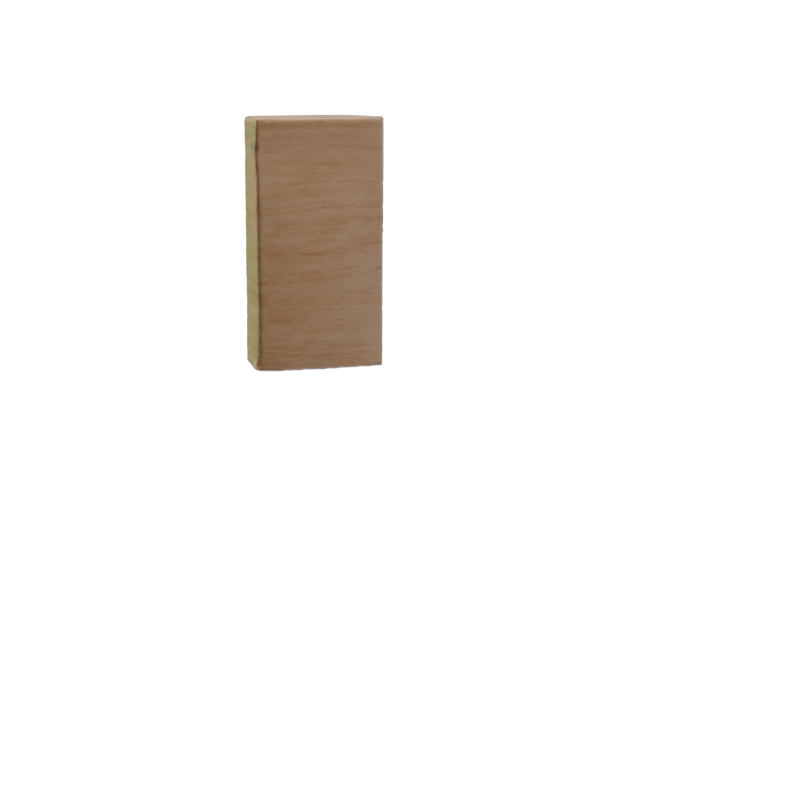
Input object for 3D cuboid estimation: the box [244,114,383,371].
[{"bbox_3d":[-0.061,-0.111,0.777,0.091,0.173,0.050,-2,7,-17],"label":"box"}]
